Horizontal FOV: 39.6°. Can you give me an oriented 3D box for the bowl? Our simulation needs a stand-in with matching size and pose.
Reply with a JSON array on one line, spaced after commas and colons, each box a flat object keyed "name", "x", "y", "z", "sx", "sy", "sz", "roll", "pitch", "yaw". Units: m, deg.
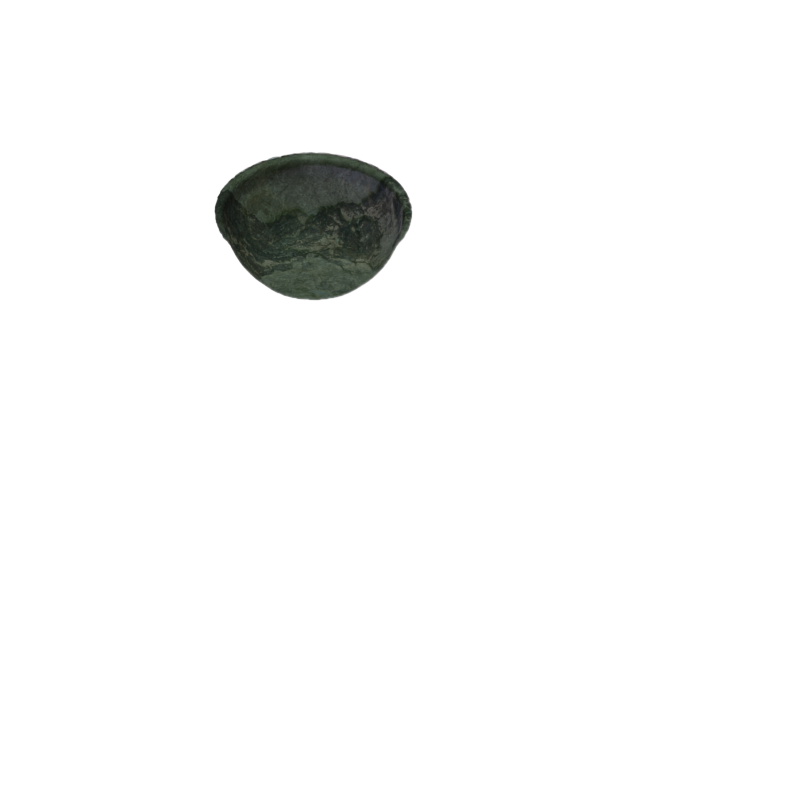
[{"name": "bowl", "x": -0.070, "y": -0.127, "z": 0.890, "sx": 0.162, "sy": 0.059, "sz": 0.152, "roll": 1, "pitch": -30, "yaw": -2}]
